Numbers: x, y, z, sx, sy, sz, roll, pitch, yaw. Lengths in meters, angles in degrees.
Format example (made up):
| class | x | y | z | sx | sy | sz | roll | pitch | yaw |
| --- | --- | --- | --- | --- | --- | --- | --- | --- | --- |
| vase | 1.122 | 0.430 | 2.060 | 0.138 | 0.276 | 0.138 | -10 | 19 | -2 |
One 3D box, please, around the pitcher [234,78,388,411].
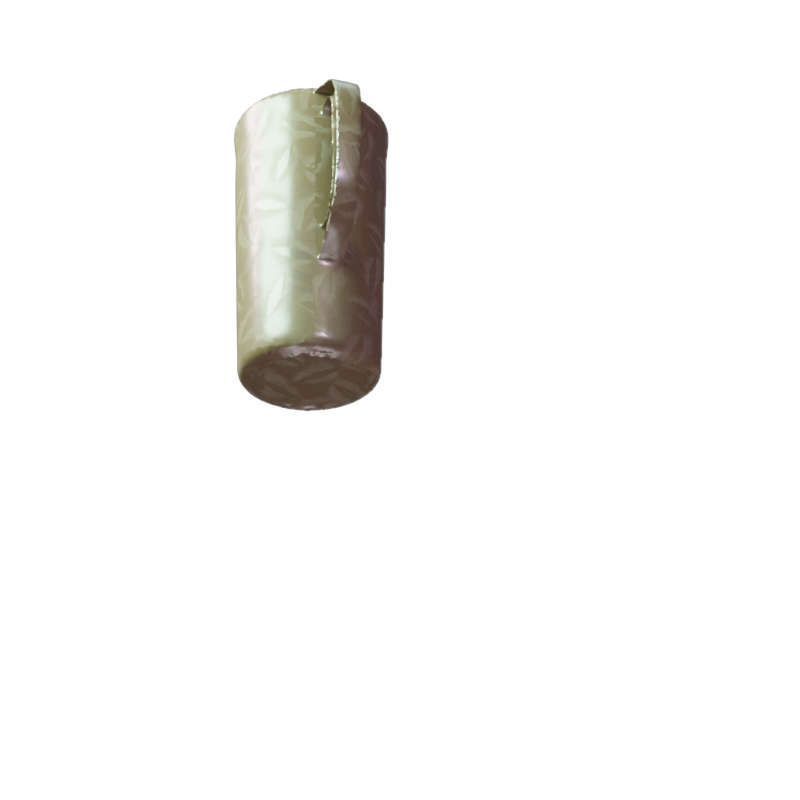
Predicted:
| class | x | y | z | sx | sy | sz | roll | pitch | yaw |
| --- | --- | --- | --- | --- | --- | --- | --- | --- | --- |
| pitcher | -0.069 | -0.126 | 0.880 | 0.147 | 0.259 | 0.138 | -16 | -34 | 21 |
